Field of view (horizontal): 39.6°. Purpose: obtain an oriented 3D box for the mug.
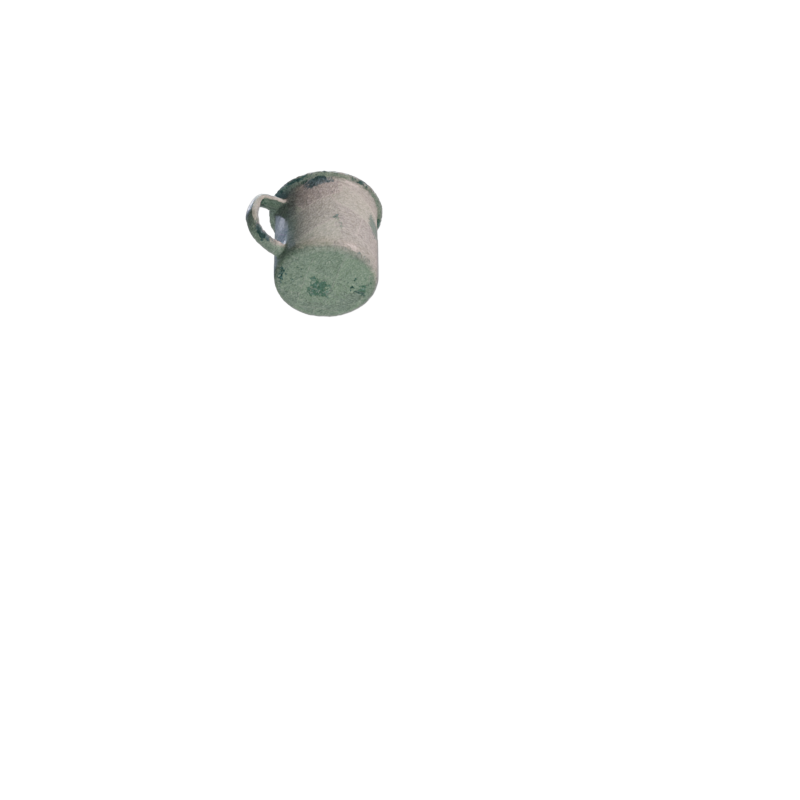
[{"bbox_3d":[-0.068,-0.125,0.874,0.112,0.087,0.091,24,-49,-25],"label":"mug"}]
